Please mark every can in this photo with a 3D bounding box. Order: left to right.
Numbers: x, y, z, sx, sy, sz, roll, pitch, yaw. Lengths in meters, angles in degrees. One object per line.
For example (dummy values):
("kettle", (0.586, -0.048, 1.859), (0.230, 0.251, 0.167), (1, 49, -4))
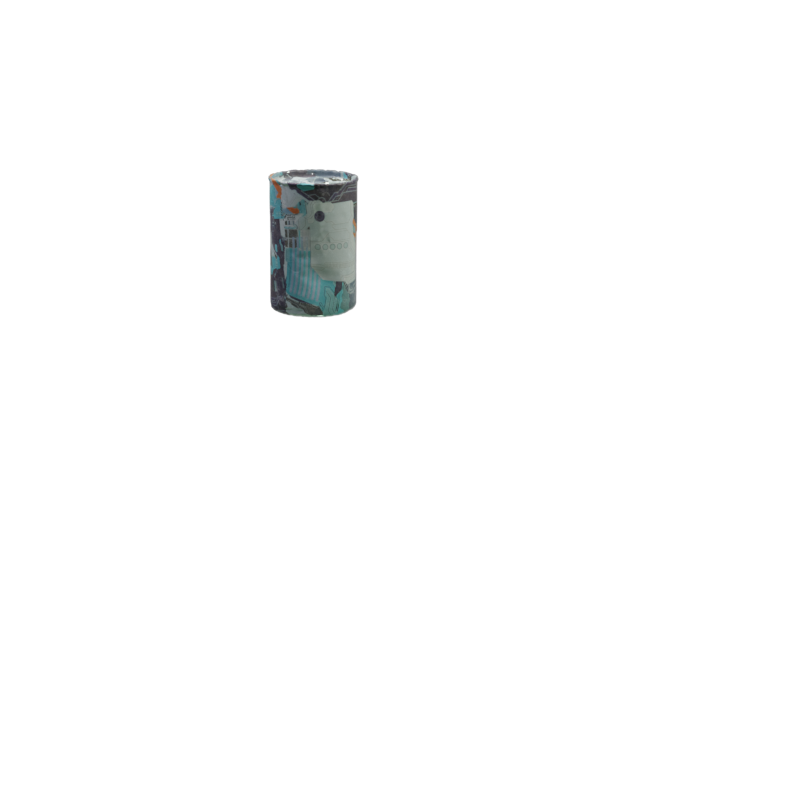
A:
("can", (-0.066, -0.121, 0.846), (0.068, 0.099, 0.071), (0, 15, -2))
